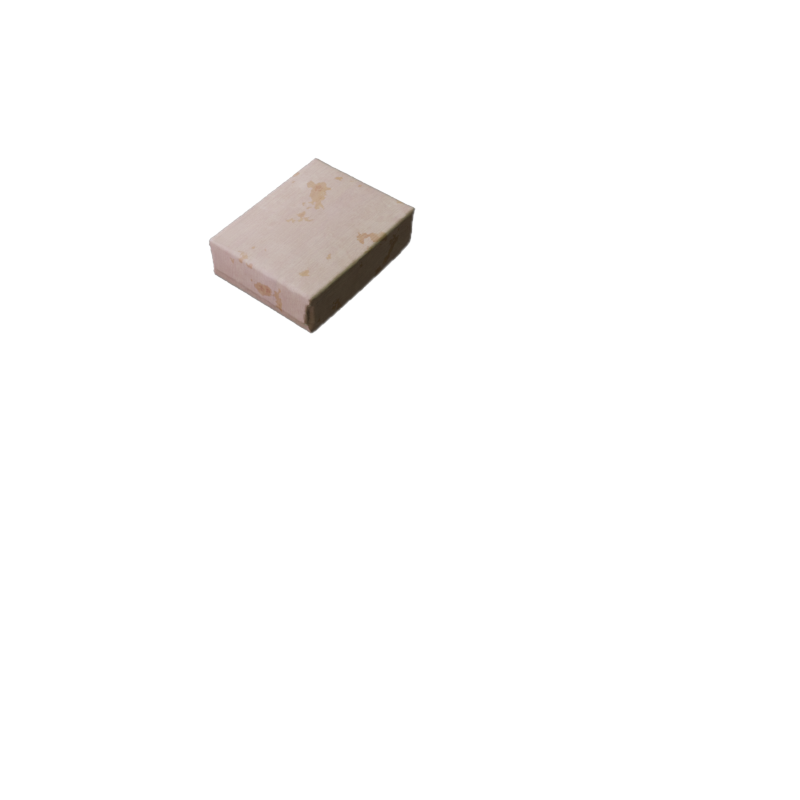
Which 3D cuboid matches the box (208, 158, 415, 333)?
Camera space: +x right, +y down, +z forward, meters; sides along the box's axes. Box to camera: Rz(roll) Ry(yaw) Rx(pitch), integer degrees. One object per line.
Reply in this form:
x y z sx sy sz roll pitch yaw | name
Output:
-0.058 -0.107 0.748 0.095 0.036 0.115 30 53 25 | box
